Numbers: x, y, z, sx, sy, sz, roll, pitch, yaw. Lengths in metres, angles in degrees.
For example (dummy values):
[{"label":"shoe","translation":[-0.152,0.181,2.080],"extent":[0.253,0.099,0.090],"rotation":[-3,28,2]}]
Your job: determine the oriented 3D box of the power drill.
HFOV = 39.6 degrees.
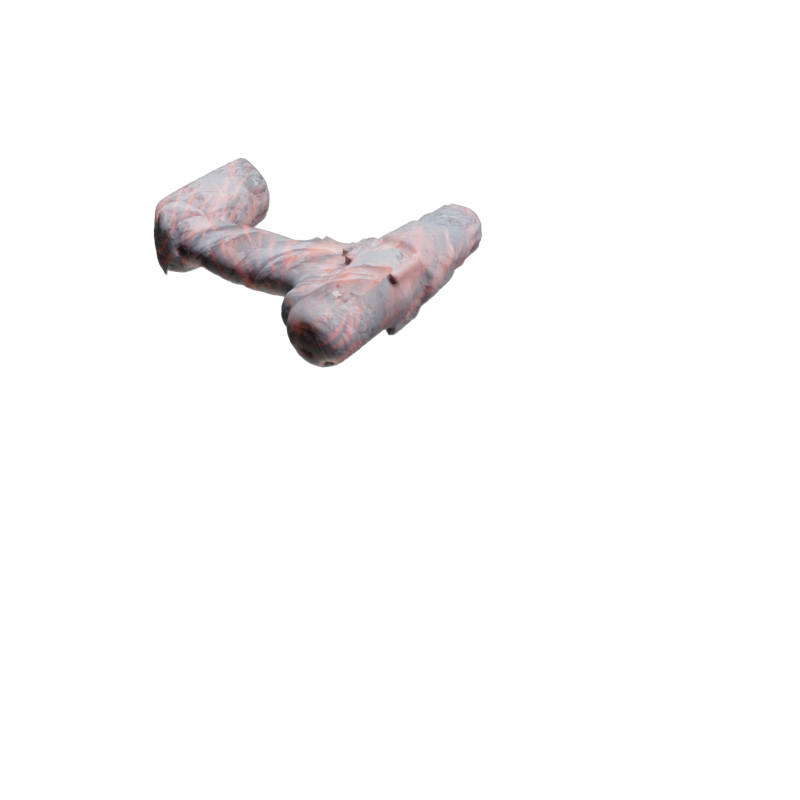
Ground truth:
[{"label":"power drill","translation":[-0.059,-0.108,0.757],"extent":[0.198,0.054,0.186],"rotation":[23,41,29]}]
